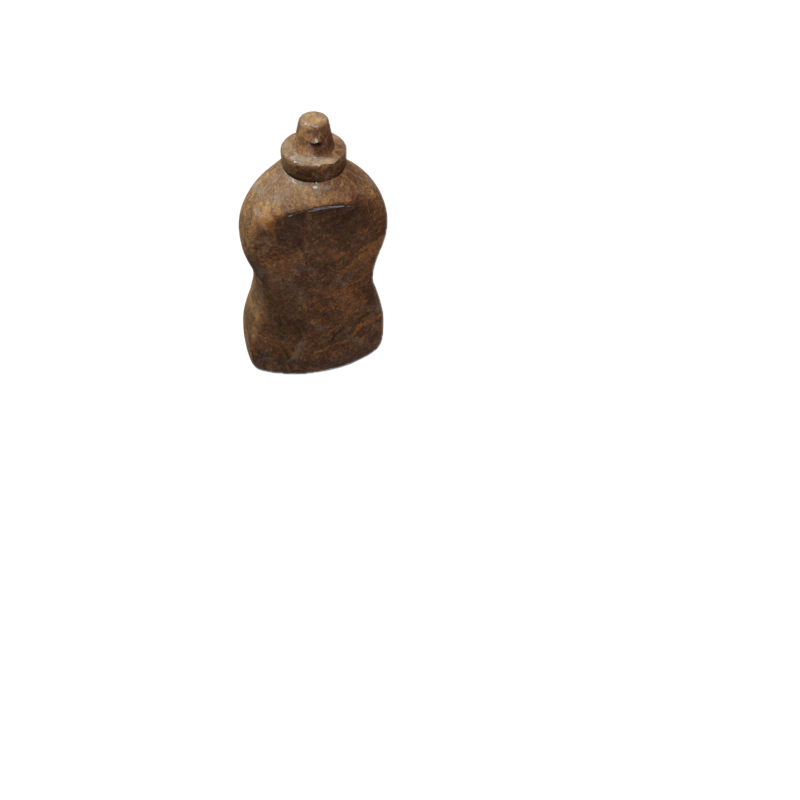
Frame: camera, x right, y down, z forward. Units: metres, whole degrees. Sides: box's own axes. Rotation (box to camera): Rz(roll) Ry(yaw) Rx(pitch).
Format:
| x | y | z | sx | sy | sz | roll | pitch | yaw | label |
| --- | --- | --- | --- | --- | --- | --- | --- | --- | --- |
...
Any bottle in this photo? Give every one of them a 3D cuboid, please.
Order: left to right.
| x | y | z | sx | sy | sz | roll | pitch | yaw | label |
| --- | --- | --- | --- | --- | --- | --- | --- | --- | --- |
| -0.057 | -0.103 | 0.727 | 0.095 | 0.179 | 0.063 | -7 | 43 | -11 | bottle |
